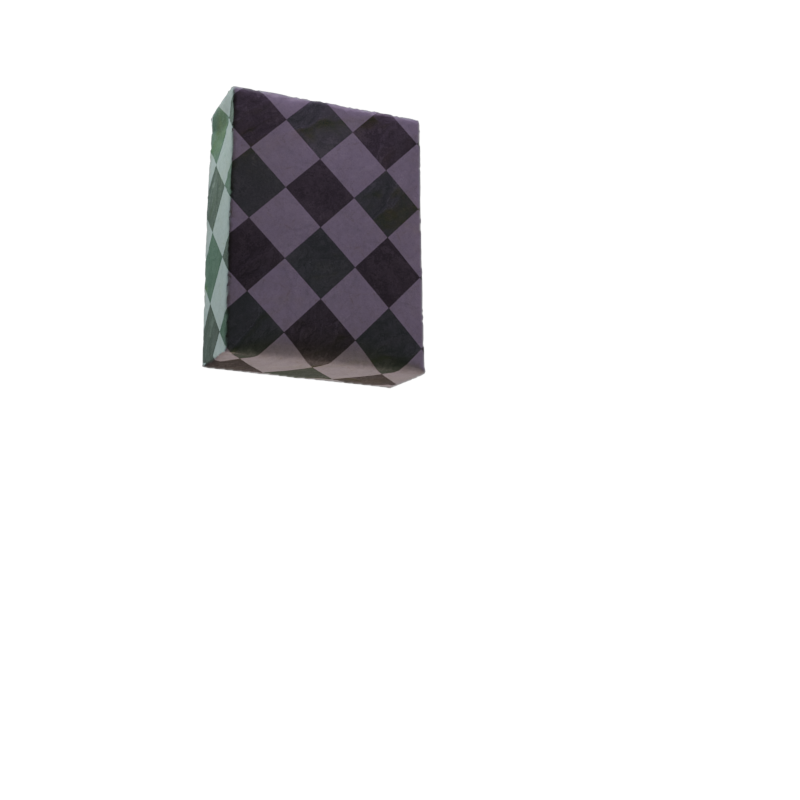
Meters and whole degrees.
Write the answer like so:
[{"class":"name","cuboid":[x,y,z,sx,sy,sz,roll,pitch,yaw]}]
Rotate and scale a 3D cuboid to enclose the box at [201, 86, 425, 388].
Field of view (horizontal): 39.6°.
[{"class":"box","cuboid":[-0.068,-0.125,0.873,0.159,0.223,0.071,6,-20,-22]}]
